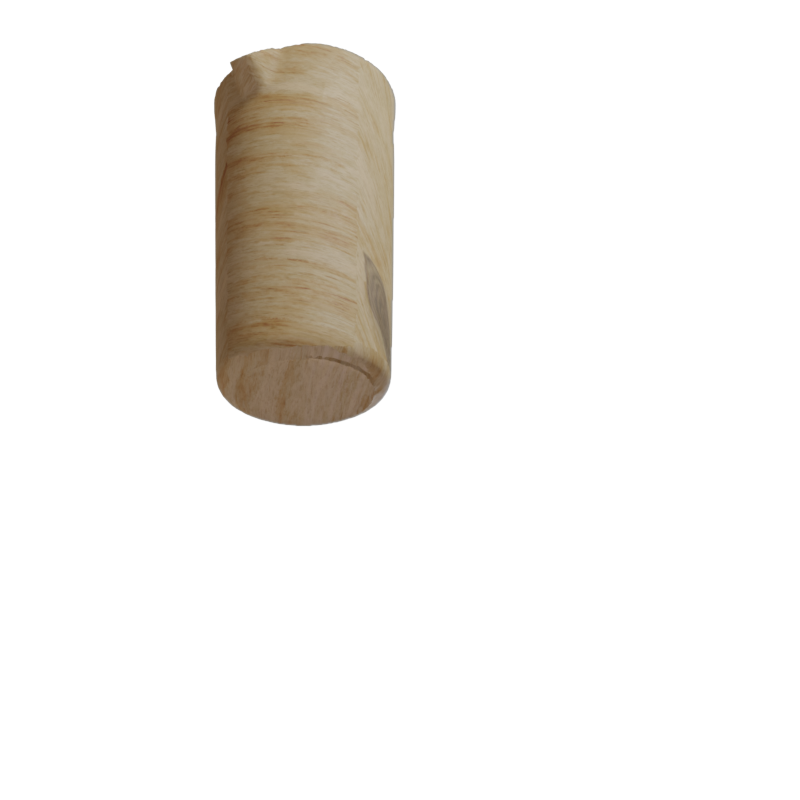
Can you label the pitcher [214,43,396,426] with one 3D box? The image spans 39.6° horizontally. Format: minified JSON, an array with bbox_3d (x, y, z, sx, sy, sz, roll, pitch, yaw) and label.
[{"bbox_3d":[-0.059,-0.107,0.753,0.146,0.260,0.139,8,-34,-15],"label":"pitcher"}]
